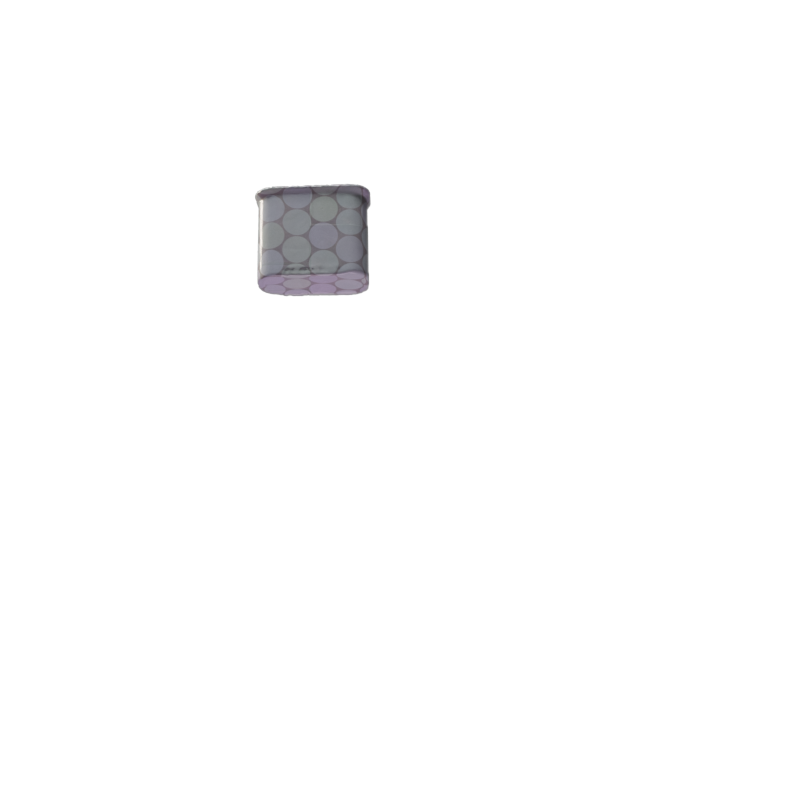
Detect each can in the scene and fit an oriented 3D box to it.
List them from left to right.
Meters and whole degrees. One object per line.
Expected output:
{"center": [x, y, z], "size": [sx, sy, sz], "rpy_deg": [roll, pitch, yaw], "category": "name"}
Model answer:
{"center": [-0.076, -0.139, 0.972], "size": [0.102, 0.088, 0.055], "rpy_deg": [-2, -20, 2], "category": "can"}
